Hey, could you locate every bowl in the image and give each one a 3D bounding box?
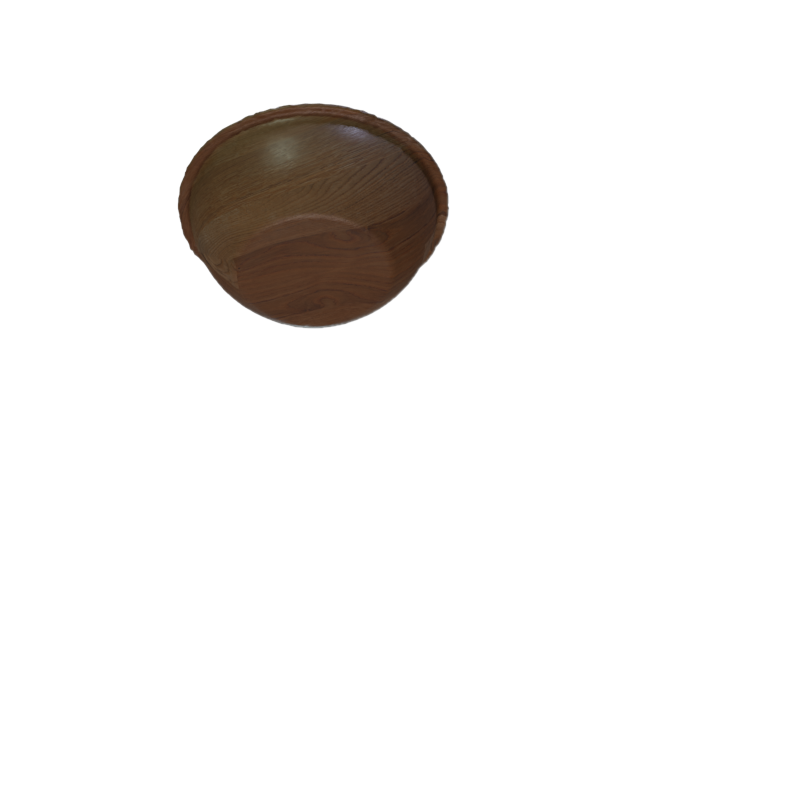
[{"bbox_3d":[-0.050,-0.092,0.644,0.162,0.059,0.151,1,-43,-1],"label":"bowl"}]
